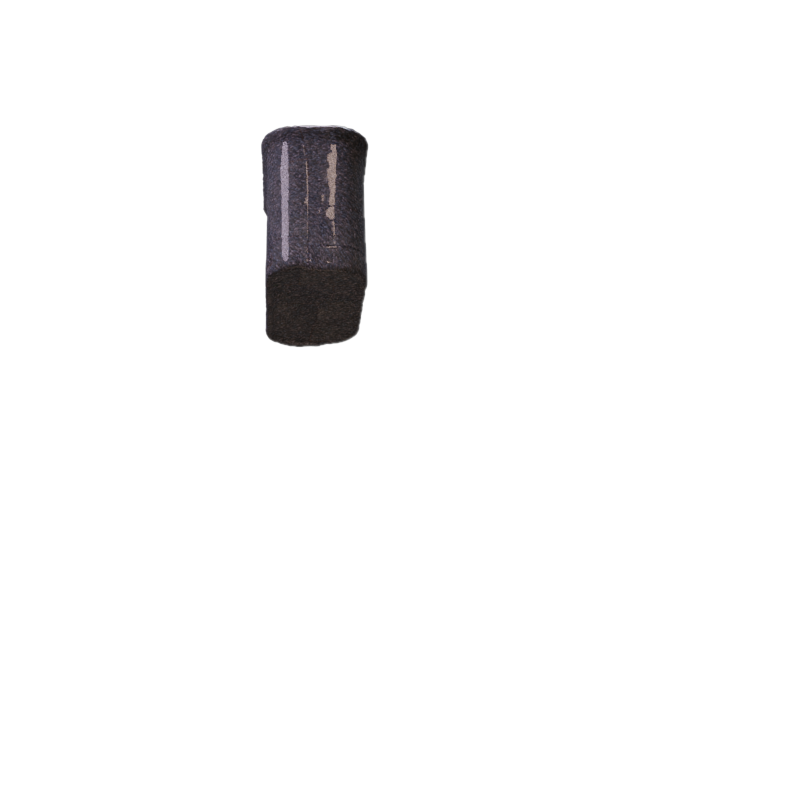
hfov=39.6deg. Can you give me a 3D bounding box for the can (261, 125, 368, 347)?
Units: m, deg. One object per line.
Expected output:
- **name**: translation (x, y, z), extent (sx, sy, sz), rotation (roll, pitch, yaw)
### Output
- **can**: translation (-0.047, -0.086, 0.600), extent (0.057, 0.089, 0.097), rotation (1, -24, -5)
